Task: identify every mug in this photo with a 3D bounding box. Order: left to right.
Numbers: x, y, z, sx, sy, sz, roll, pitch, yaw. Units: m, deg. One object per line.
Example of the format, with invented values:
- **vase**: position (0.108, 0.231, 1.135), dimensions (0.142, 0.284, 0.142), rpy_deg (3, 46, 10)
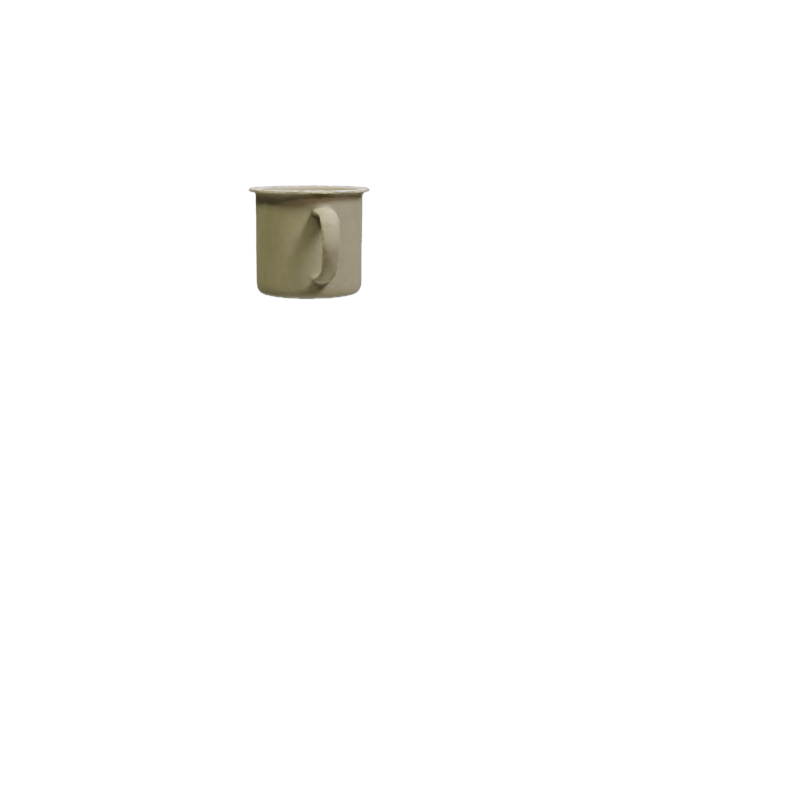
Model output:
- **mug**: position (-0.066, -0.121, 0.845), dimensions (0.091, 0.080, 0.122), rpy_deg (-3, 11, -19)
